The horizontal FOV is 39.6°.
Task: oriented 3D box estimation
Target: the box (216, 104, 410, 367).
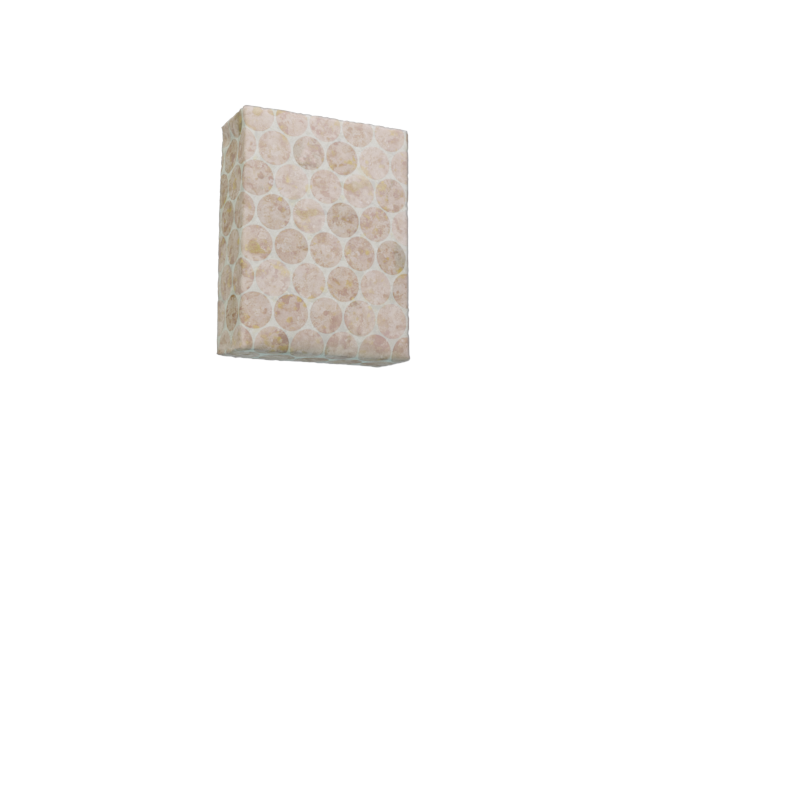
[{"bbox_3d":[-0.077,-0.141,0.987,0.158,0.220,0.072,5,-13,-26],"label":"box"}]
